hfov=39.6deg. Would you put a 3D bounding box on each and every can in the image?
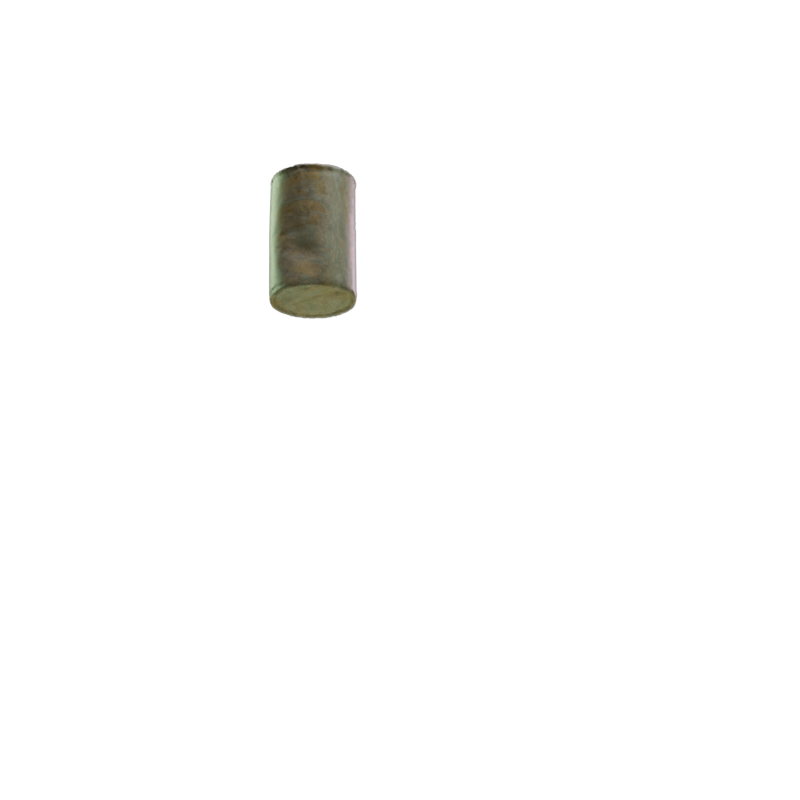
[{"bbox_3d":[-0.067,-0.122,0.852,0.068,0.108,0.065,0,-23,-2],"label":"can"}]
